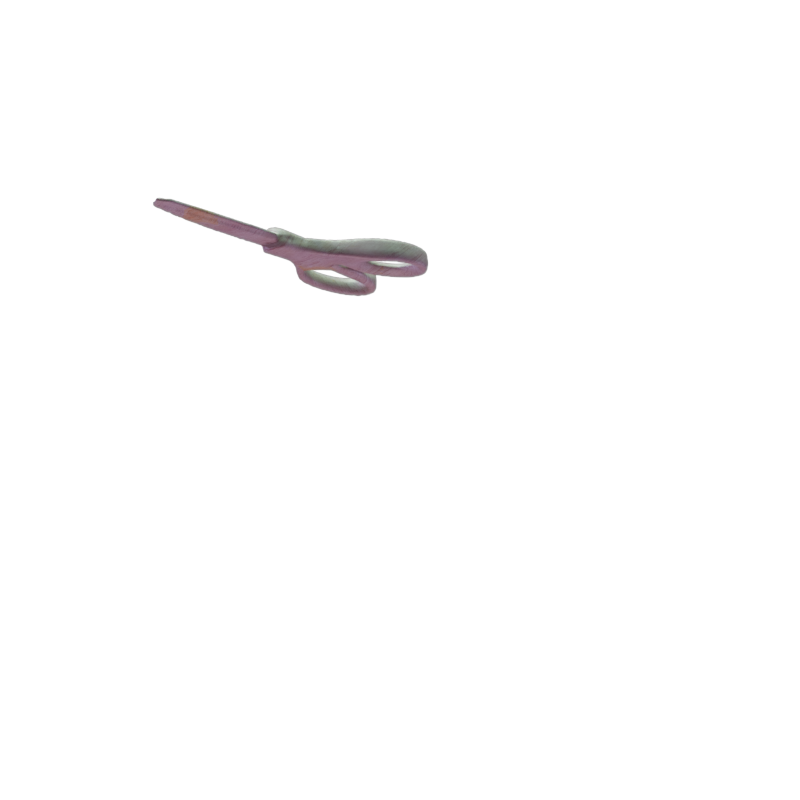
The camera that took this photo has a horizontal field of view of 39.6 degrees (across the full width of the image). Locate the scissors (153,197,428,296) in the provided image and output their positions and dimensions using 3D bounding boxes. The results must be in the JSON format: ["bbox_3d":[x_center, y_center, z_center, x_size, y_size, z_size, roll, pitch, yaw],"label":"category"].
[{"bbox_3d":[-0.053,-0.096,0.672,0.098,0.016,0.190,-5,-12,25],"label":"scissors"}]
